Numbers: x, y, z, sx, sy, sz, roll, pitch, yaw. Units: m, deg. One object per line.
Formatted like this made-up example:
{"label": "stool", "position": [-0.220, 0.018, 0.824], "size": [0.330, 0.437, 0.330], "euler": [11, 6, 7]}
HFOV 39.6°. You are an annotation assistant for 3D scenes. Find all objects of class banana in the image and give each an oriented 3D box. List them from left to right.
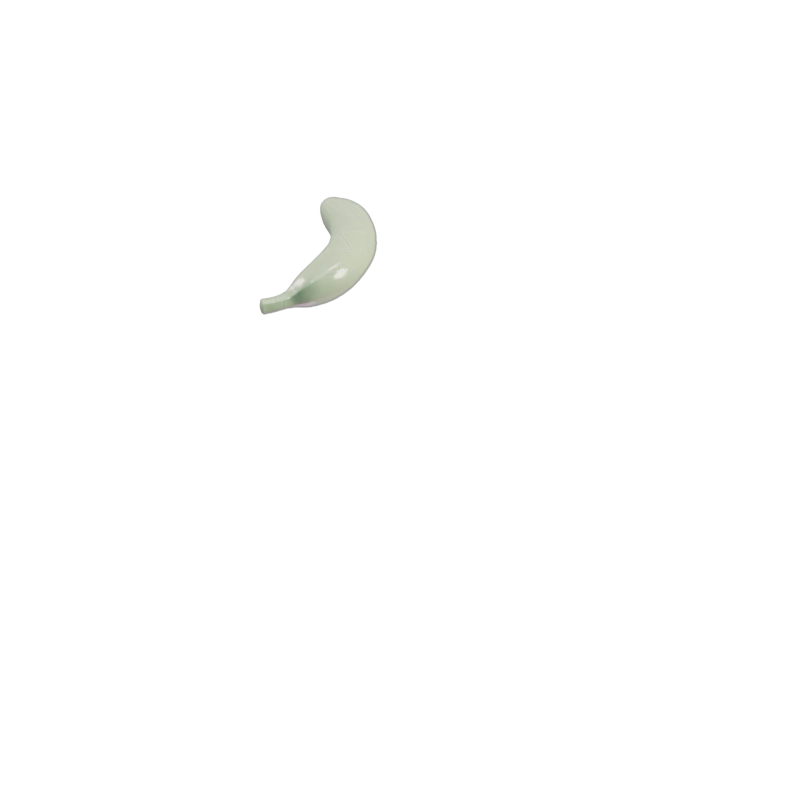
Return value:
{"label": "banana", "position": [-0.052, -0.123, 0.883], "size": [0.071, 0.035, 0.206], "euler": [6, 31, 9]}
